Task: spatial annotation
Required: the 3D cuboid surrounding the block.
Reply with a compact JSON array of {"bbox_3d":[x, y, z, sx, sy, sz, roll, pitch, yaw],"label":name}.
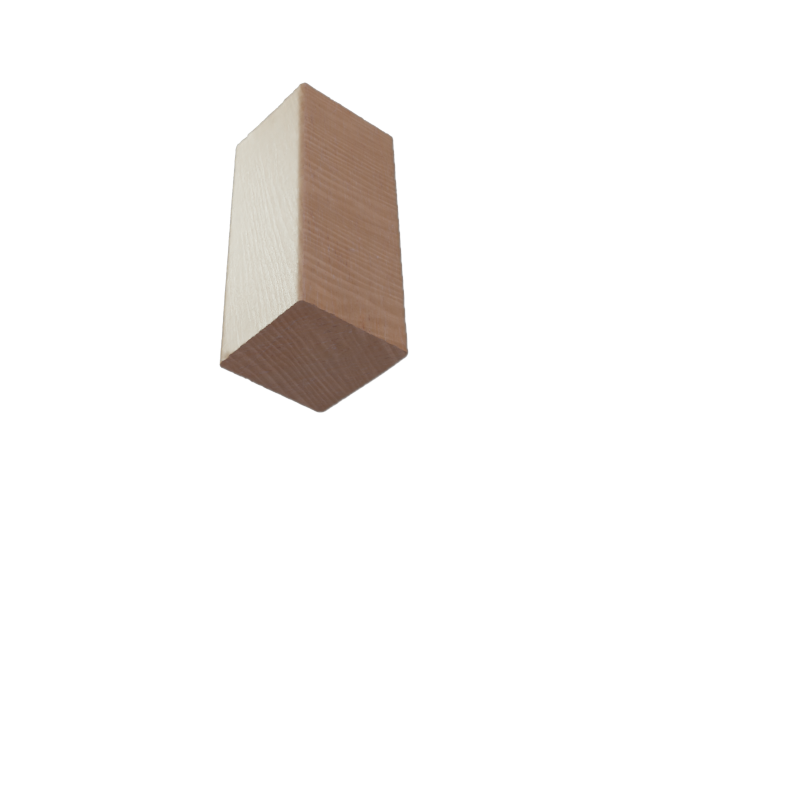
[{"bbox_3d":[-0.061,-0.111,0.777,0.085,0.221,0.089,27,-48,-32],"label":"block"}]
